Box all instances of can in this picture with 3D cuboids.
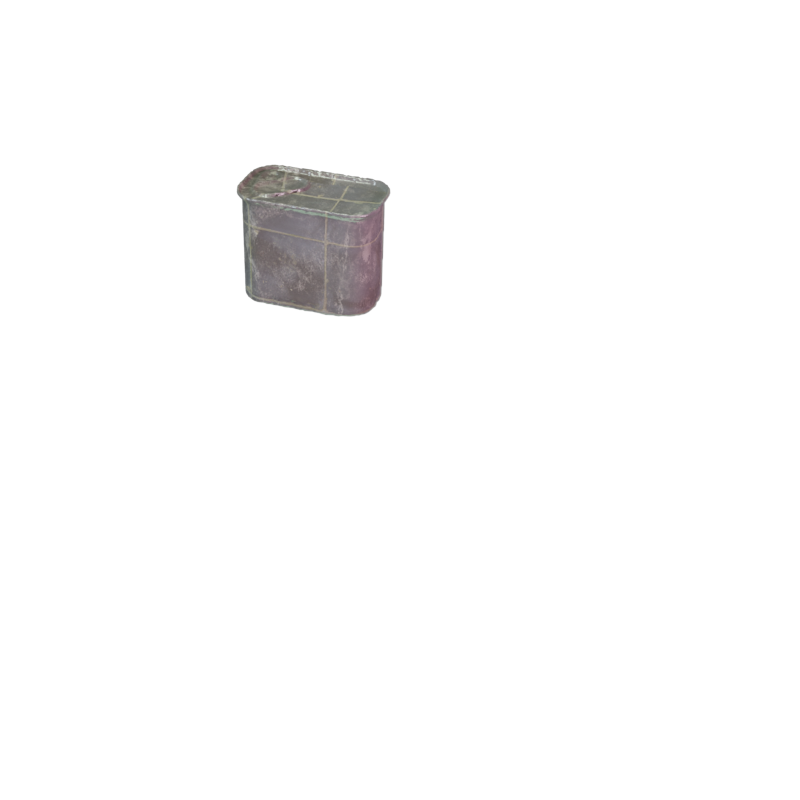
[{"bbox_3d":[-0.061,-0.110,0.773,0.105,0.079,0.060,12,34,15],"label":"can"}]
